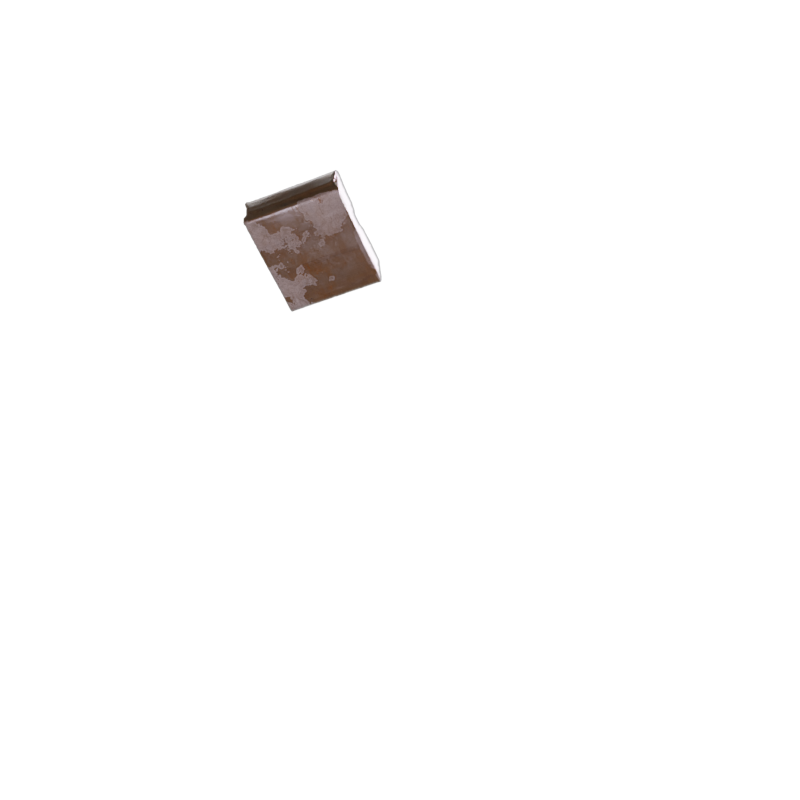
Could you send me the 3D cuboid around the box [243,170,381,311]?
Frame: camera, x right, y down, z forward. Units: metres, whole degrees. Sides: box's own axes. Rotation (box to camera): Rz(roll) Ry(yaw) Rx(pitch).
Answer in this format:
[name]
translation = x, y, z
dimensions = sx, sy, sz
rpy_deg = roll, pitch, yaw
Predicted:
[box]
translation = -0.063, -0.115, 0.807
dimensions = 0.073, 0.083, 0.032
rpy_deg = -19, 33, 12
